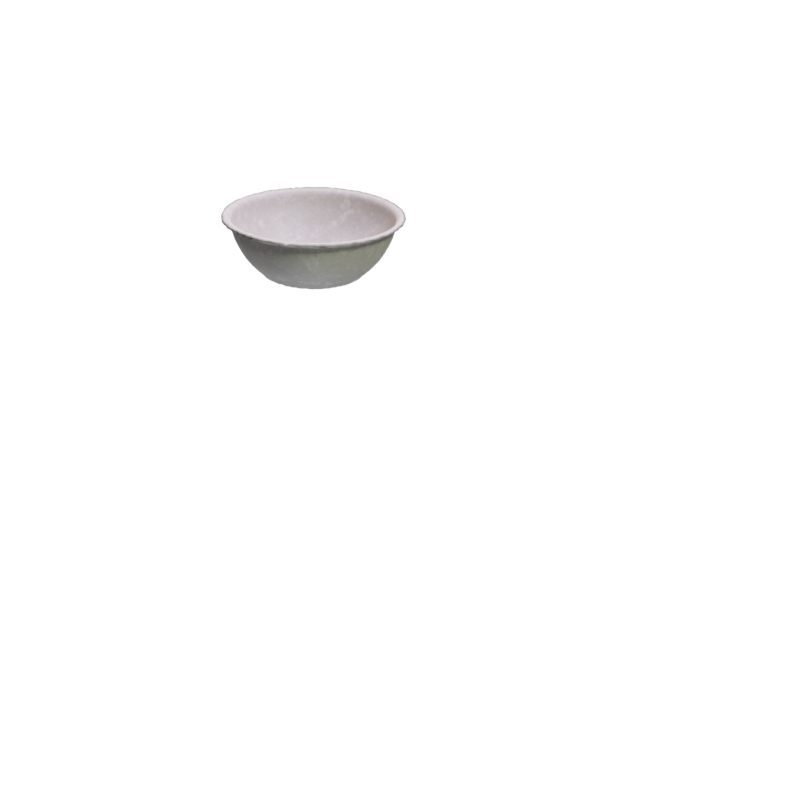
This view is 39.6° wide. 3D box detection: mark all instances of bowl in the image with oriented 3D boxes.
[{"bbox_3d":[-0.077,-0.140,0.981,0.162,0.052,0.171,-1,26,-2],"label":"bowl"}]
